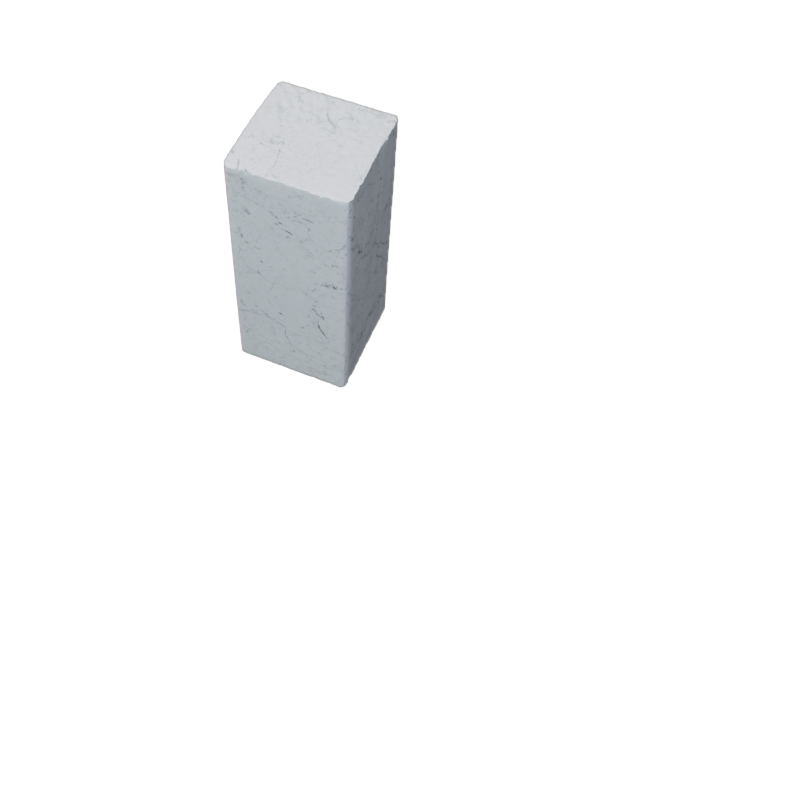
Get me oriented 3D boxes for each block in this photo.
[{"bbox_3d":[-0.063,-0.113,0.793,0.093,0.094,0.193,20,-35,11],"label":"block"}]
